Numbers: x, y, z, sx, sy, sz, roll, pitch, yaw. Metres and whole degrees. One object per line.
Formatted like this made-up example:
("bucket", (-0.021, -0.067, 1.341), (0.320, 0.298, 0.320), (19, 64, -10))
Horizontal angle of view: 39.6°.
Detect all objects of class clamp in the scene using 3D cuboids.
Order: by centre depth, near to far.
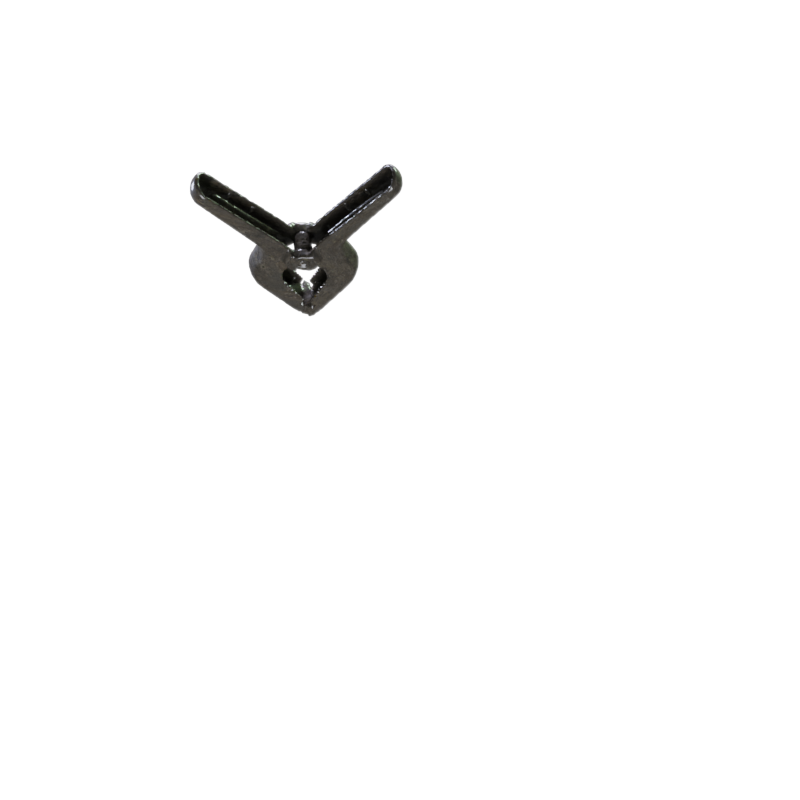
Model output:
("clamp", (-0.073, -0.133, 0.933), (0.166, 0.039, 0.196), (-3, -26, 6))
